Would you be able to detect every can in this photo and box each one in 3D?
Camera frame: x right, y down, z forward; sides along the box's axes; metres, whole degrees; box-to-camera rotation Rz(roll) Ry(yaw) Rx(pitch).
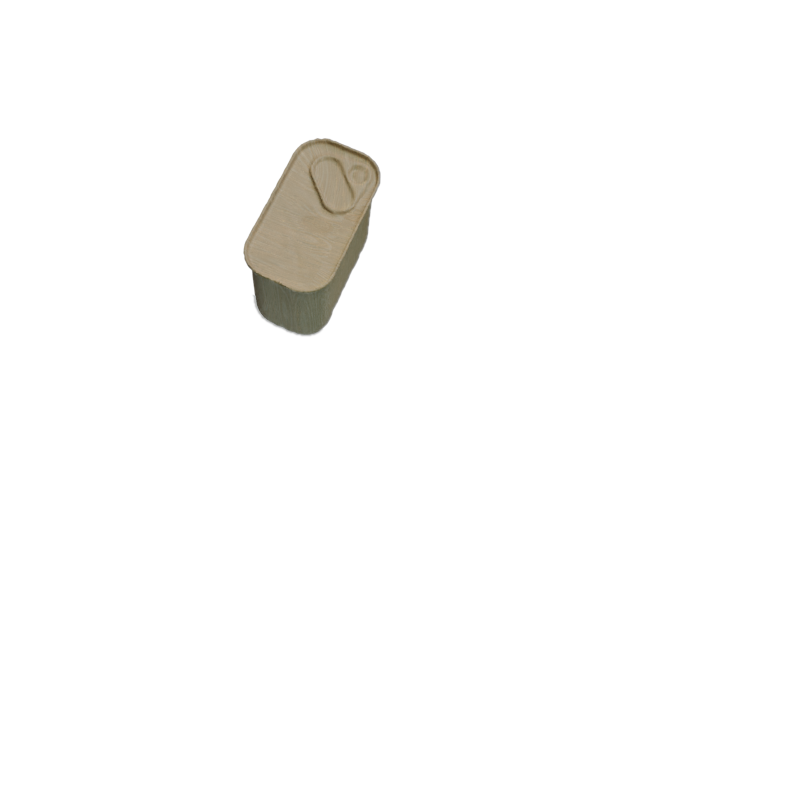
[{"bbox_3d":[-0.055,-0.100,0.703,0.058,0.105,0.080,23,-21,5],"label":"can"}]
